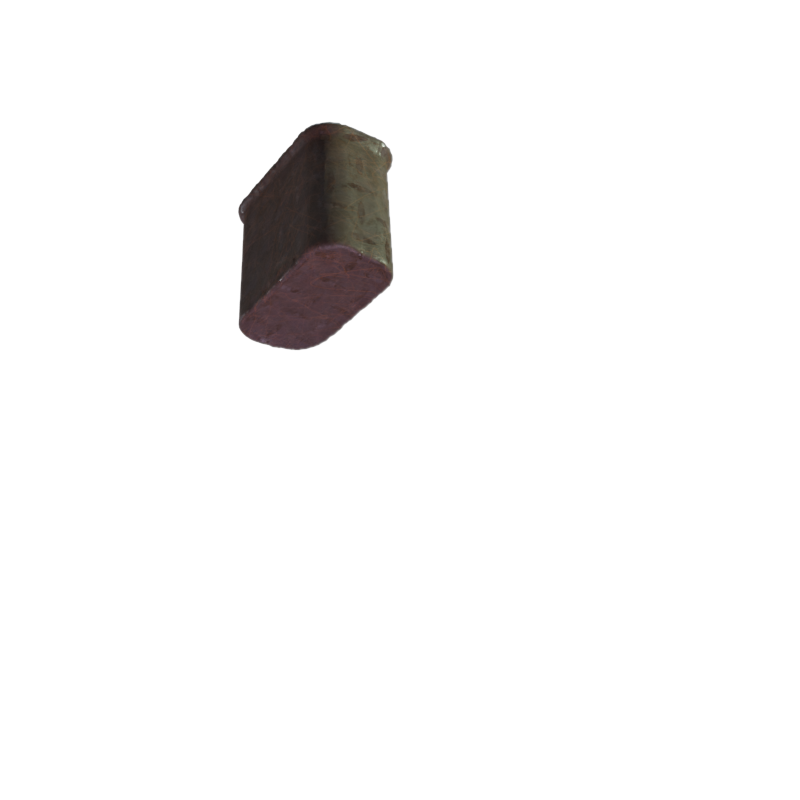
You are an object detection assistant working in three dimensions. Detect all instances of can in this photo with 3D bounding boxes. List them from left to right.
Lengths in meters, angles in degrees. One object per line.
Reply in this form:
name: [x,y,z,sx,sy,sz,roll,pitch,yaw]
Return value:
can: [-0.047,-0.086,0.605,0.055,0.090,0.100,21,-41,-29]
